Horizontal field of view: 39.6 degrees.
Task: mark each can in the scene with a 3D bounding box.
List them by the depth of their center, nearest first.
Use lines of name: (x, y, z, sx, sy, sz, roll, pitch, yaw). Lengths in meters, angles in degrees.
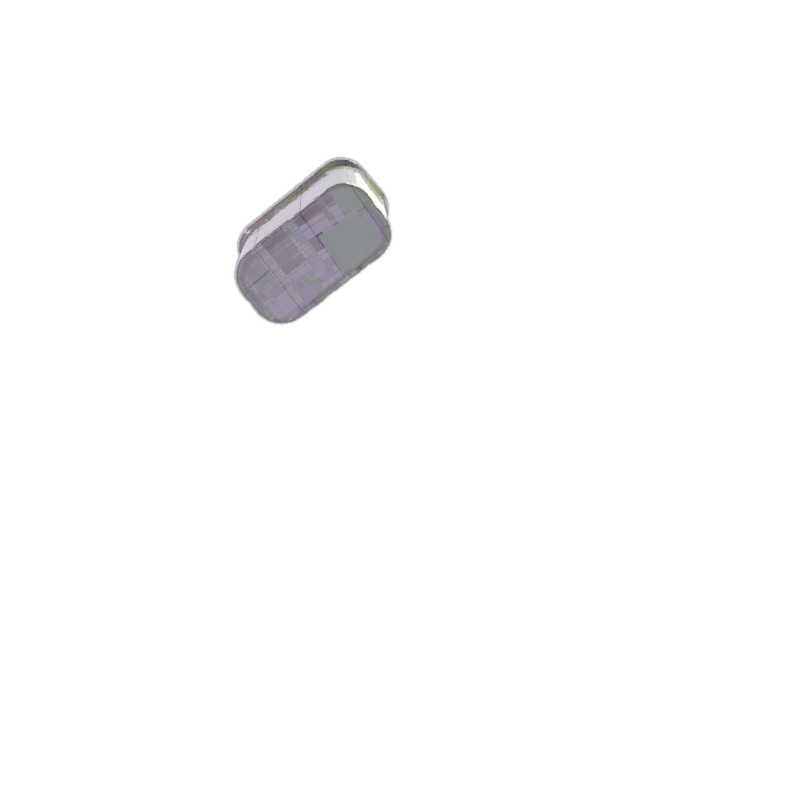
can: (-0.054, -0.099, 0.694, 0.101, 0.056, 0.087, -37, 16, 8)
